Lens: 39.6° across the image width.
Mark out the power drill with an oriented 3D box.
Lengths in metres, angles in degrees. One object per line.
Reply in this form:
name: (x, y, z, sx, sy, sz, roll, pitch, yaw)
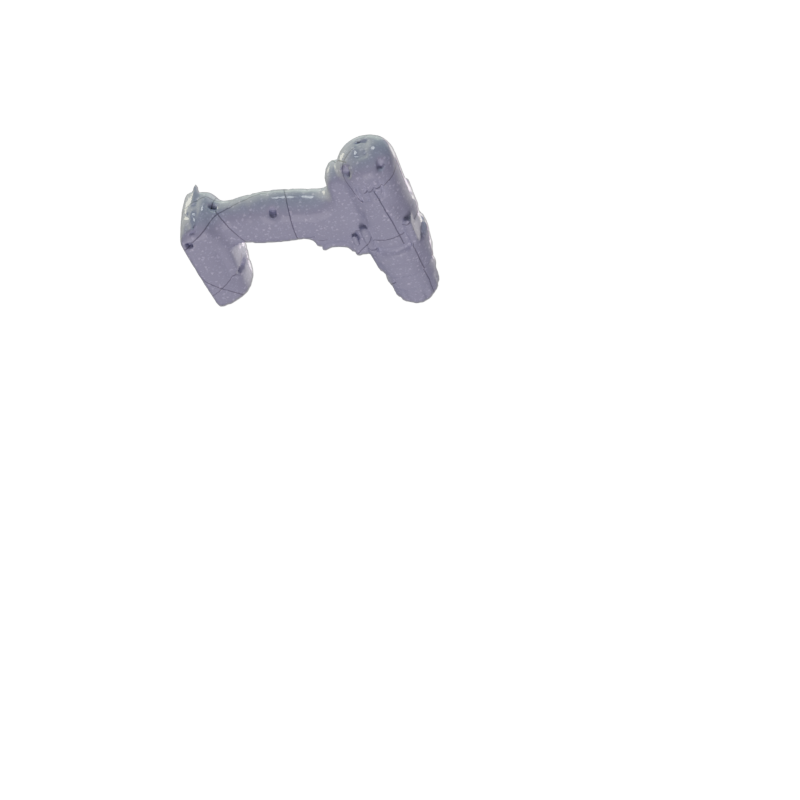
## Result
power drill: (-0.071, -0.129, 0.902, 0.189, 0.062, 0.170, -10, -39, 13)
